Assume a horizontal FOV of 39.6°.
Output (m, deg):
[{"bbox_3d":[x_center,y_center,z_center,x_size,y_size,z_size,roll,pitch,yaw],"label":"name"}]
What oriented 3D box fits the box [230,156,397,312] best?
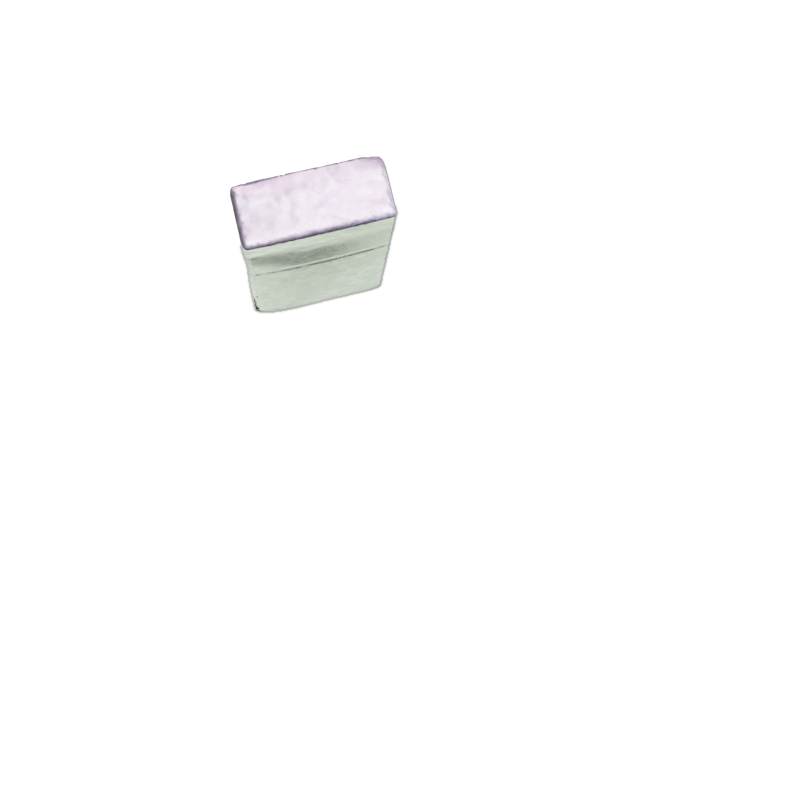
[{"bbox_3d":[-0.056,-0.102,0.714,0.093,0.050,0.171,-13,-10,-6],"label":"box"}]
